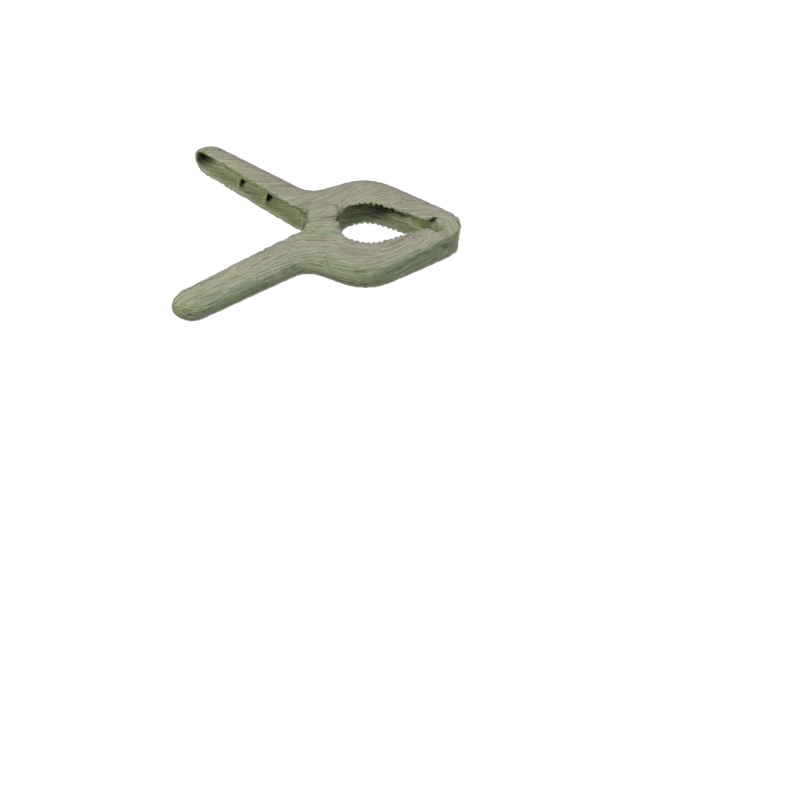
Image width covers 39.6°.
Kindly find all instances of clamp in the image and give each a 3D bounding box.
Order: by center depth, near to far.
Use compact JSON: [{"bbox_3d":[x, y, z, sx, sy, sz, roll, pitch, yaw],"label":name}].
[{"bbox_3d":[-0.063,-0.115,0.808,0.212,0.175,0.034,6,-38,5],"label":"clamp"}]
